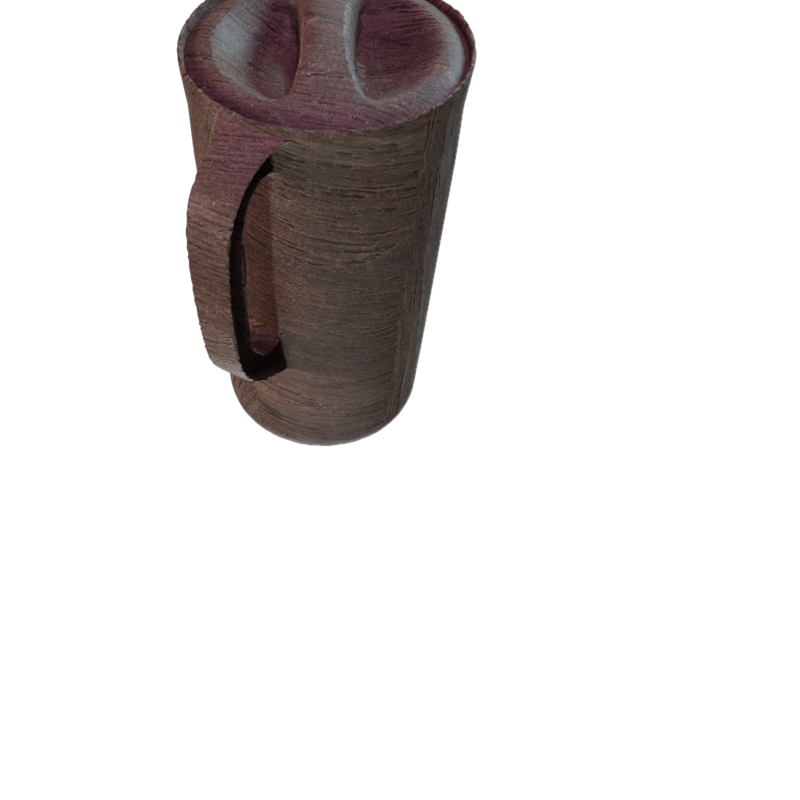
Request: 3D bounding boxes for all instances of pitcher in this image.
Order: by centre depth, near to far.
[{"bbox_3d":[-0.044,-0.081,0.565,0.147,0.157,0.226,-13,-41,-15],"label":"pitcher"}]
